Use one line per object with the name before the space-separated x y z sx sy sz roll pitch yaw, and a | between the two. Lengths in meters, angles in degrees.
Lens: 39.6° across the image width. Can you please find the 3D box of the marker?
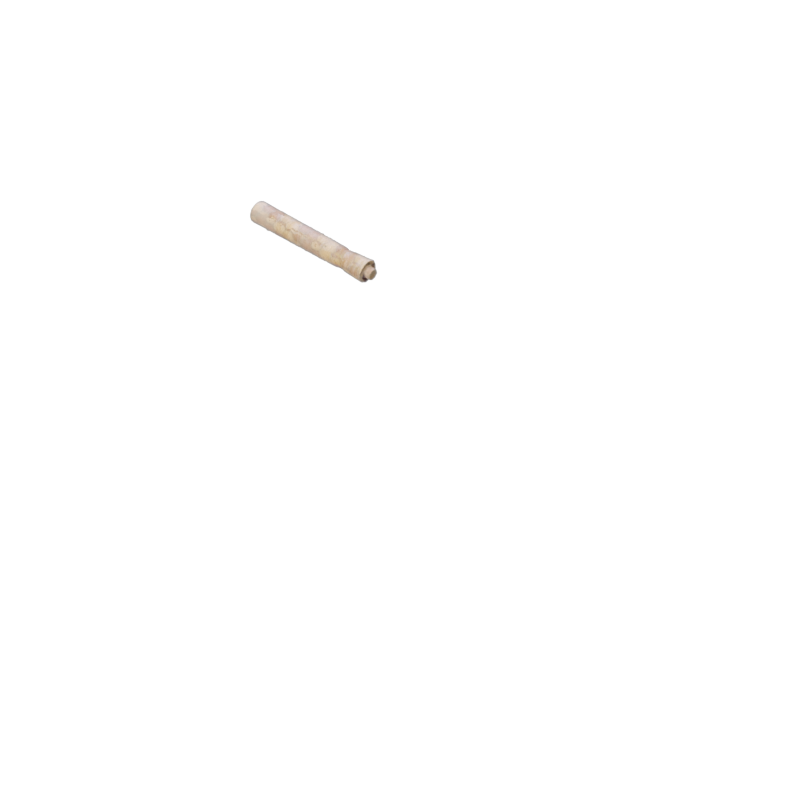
marker | -0.067 -0.122 0.855 0.129 0.019 0.019 32 20 31
